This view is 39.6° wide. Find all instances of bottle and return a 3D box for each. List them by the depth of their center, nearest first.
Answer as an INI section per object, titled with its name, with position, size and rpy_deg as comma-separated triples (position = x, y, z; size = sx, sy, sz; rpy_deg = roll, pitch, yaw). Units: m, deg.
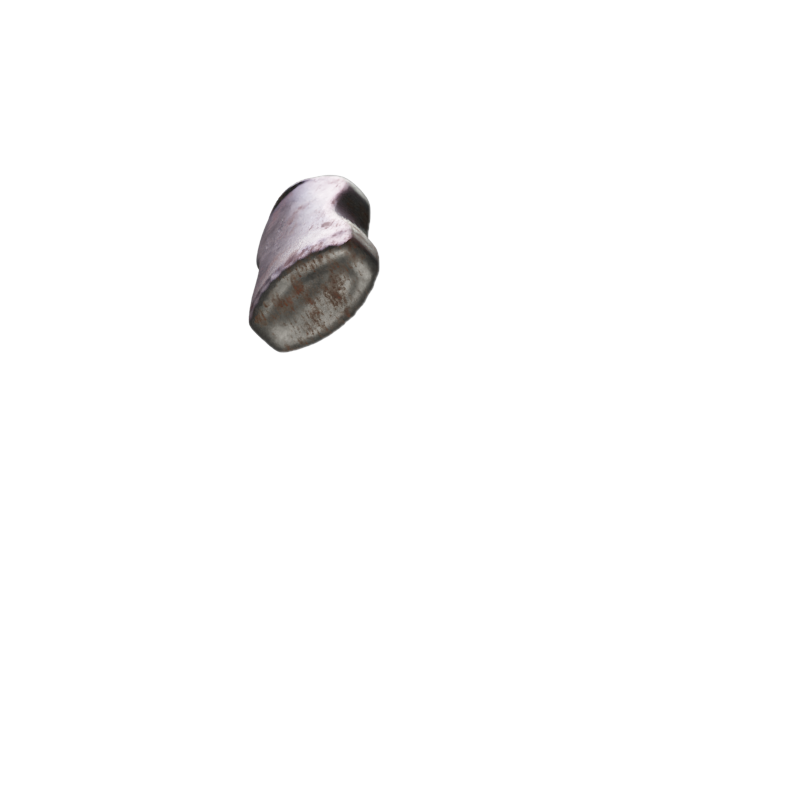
[bottle]
position = -0.064, -0.117, 0.815
size = 0.055, 0.095, 0.203
rpy_deg = 42, 20, -24
